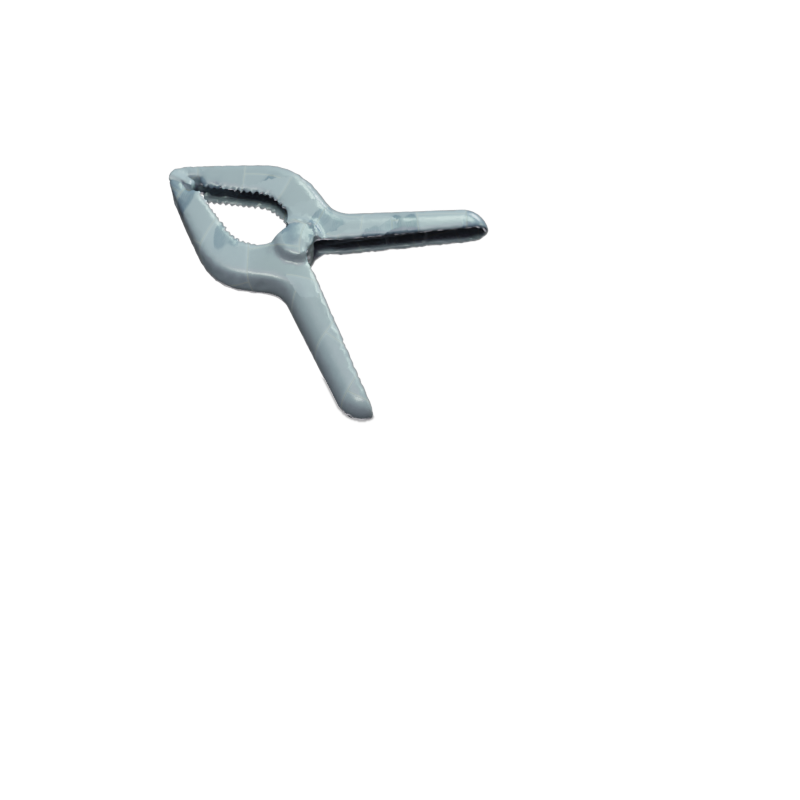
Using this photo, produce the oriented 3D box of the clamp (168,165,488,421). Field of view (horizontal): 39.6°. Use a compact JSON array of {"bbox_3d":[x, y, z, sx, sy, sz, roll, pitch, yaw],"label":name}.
[{"bbox_3d":[-0.058,-0.105,0.736,0.219,0.168,0.034,34,-23,17],"label":"clamp"}]
